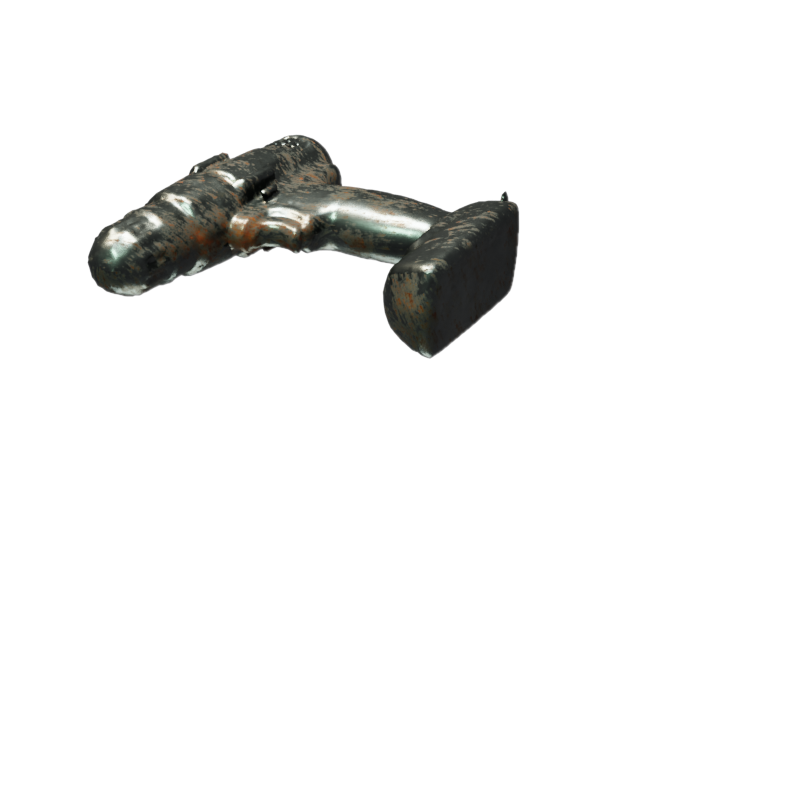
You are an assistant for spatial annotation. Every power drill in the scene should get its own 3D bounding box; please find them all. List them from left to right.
[{"bbox_3d":[-0.046,-0.085,0.593,0.198,0.054,0.186,21,39,28],"label":"power drill"}]
